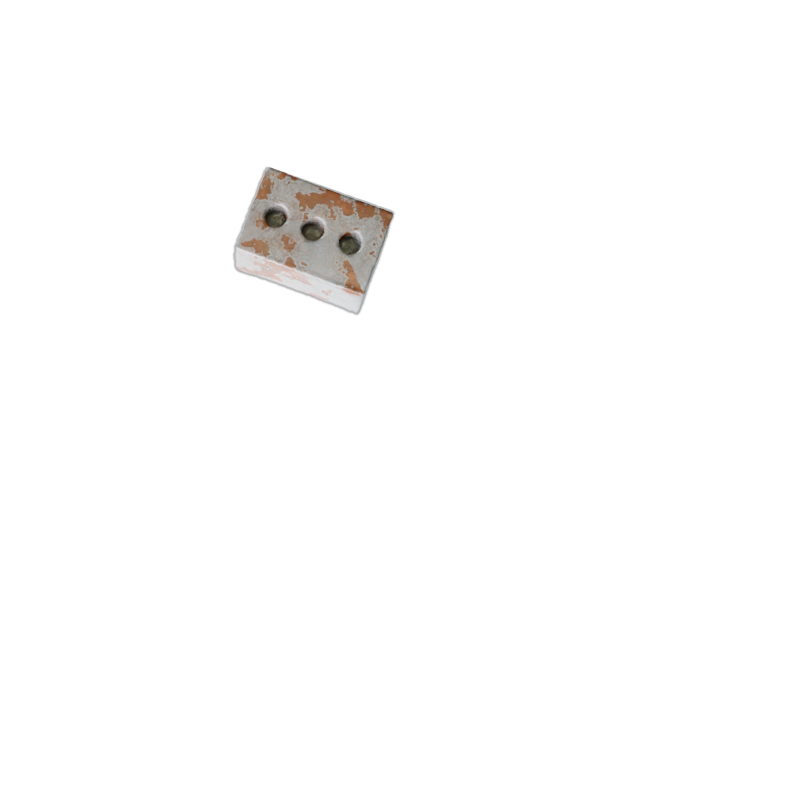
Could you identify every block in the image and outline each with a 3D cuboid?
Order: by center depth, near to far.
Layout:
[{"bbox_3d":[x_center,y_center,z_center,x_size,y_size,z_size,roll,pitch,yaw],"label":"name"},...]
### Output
[{"bbox_3d":[-0.049,-0.090,0.631,0.079,0.054,0.050,20,-12,3],"label":"block"}]
